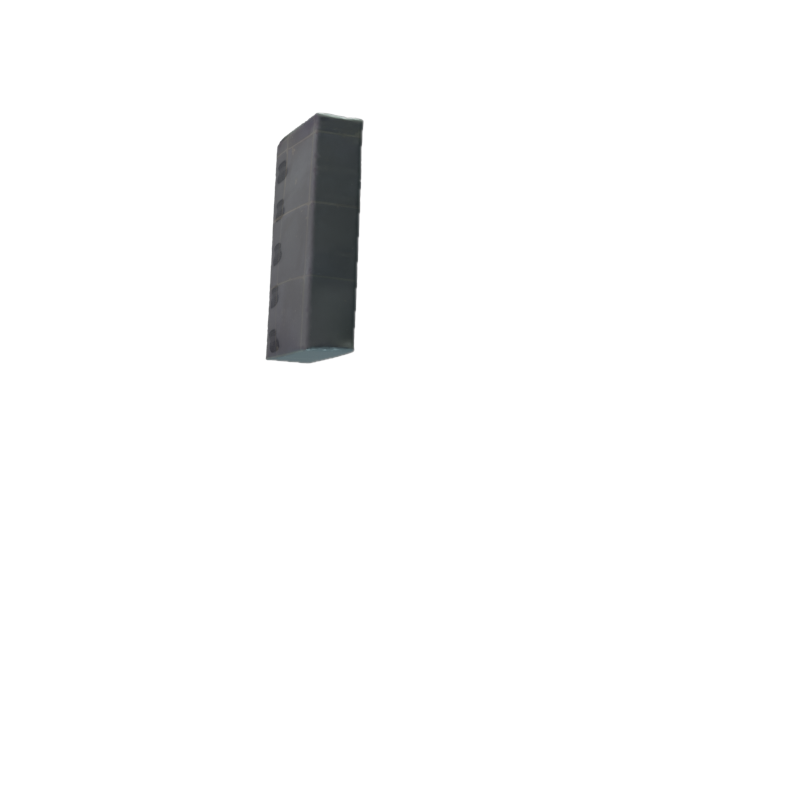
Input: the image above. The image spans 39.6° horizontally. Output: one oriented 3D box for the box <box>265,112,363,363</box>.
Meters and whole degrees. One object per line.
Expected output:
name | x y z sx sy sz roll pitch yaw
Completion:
box | -0.066 -0.120 0.840 0.046 0.181 0.094 4 -11 -24
